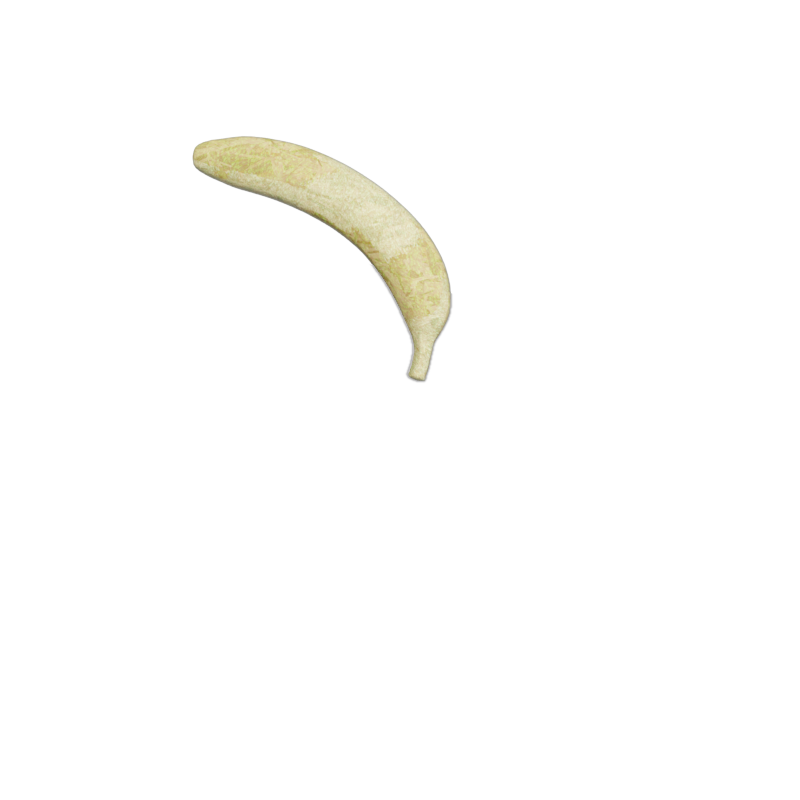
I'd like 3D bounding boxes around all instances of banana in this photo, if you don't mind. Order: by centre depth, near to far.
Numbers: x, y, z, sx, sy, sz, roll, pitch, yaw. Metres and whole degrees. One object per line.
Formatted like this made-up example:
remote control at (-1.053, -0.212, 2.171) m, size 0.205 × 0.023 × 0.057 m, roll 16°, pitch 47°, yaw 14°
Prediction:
banana at (-0.036, -0.103, 0.657) m, size 0.070 × 0.205 × 0.035 m, roll -43°, pitch -14°, yaw -13°
